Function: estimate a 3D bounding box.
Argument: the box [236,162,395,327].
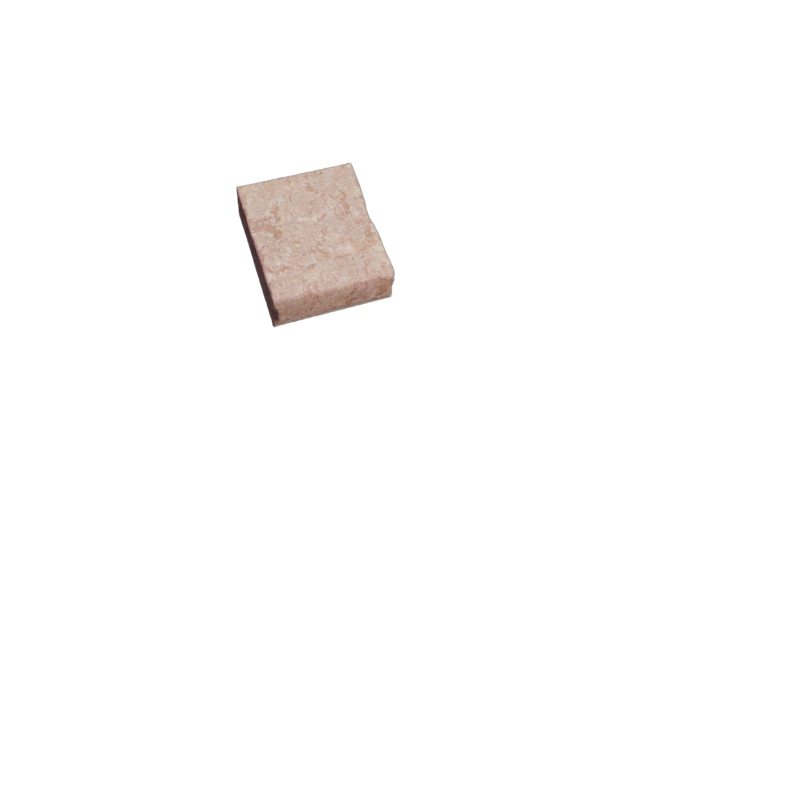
[{"bbox_3d":[-0.051,-0.093,0.654,0.072,0.096,0.028,-14,-32,-10],"label":"box"}]
